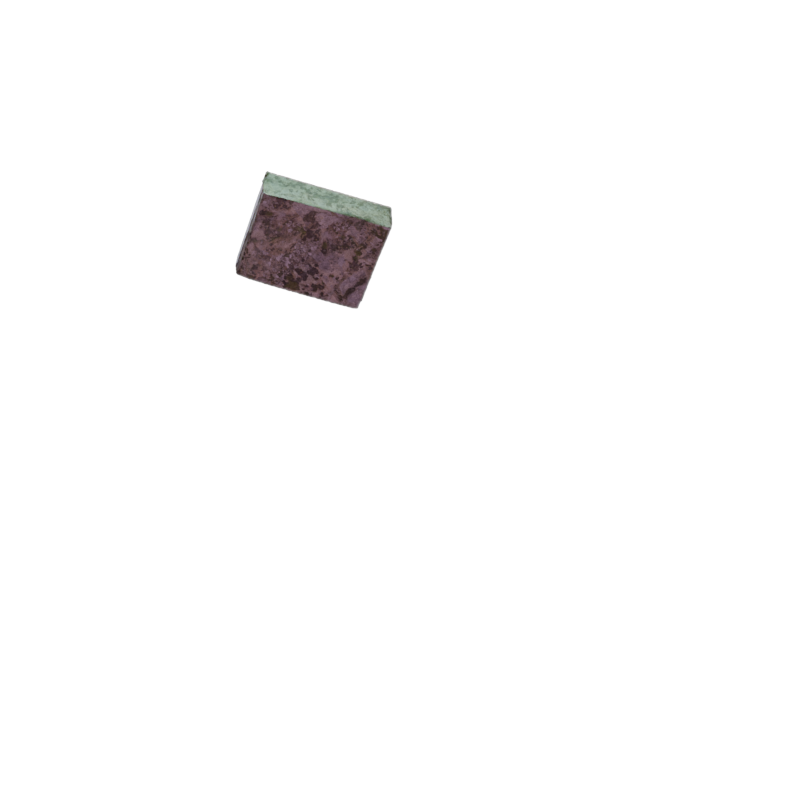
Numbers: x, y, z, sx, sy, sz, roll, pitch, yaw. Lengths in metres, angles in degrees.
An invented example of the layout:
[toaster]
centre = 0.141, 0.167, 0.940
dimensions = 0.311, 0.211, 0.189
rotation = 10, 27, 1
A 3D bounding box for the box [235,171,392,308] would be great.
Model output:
[box]
centre = -0.073, -0.133, 0.932
dimensions = 0.111, 0.086, 0.042
rotation = 15, 35, -11
